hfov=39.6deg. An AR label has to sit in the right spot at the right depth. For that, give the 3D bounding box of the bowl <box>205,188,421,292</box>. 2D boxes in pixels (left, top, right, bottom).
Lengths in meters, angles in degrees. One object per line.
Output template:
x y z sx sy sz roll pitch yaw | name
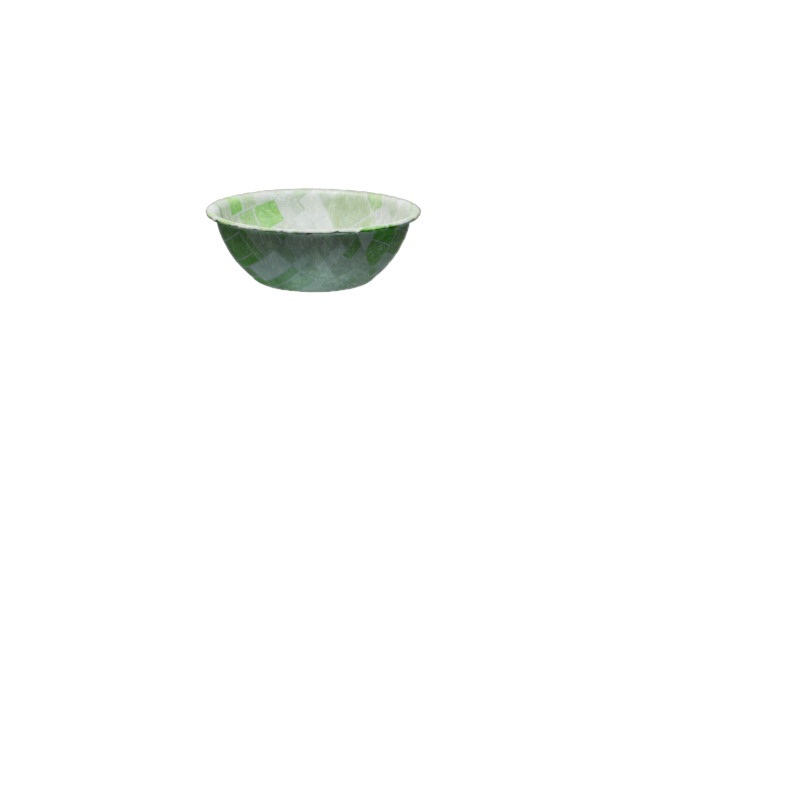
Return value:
-0.066 -0.120 0.839 0.162 0.053 0.169 -1 20 -2 | bowl
